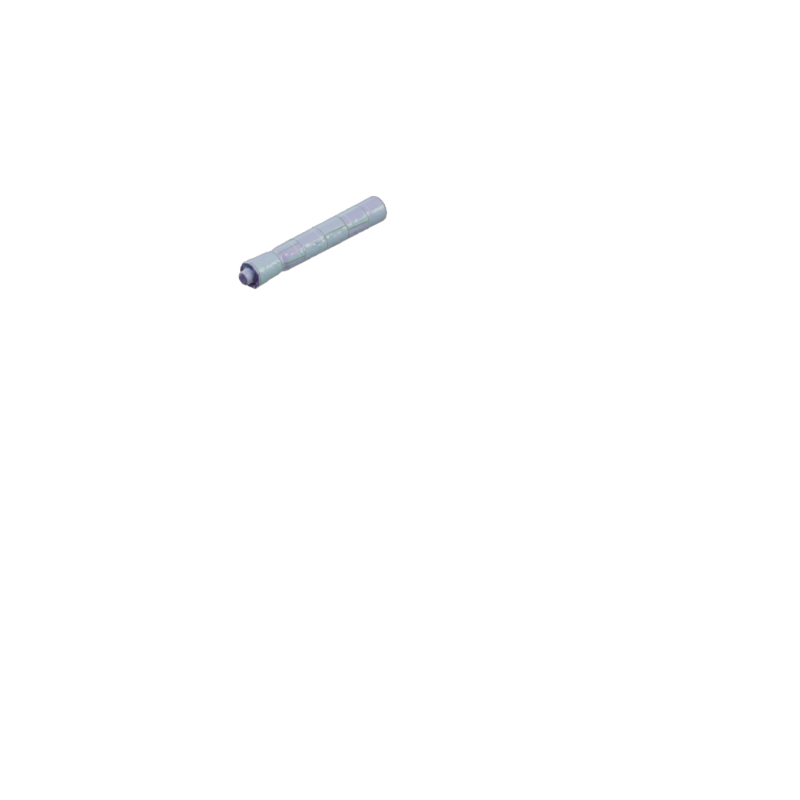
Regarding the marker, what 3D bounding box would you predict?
[{"bbox_3d":[-0.057,-0.103,0.725,0.121,0.019,0.021,-34,24,-34],"label":"marker"}]
